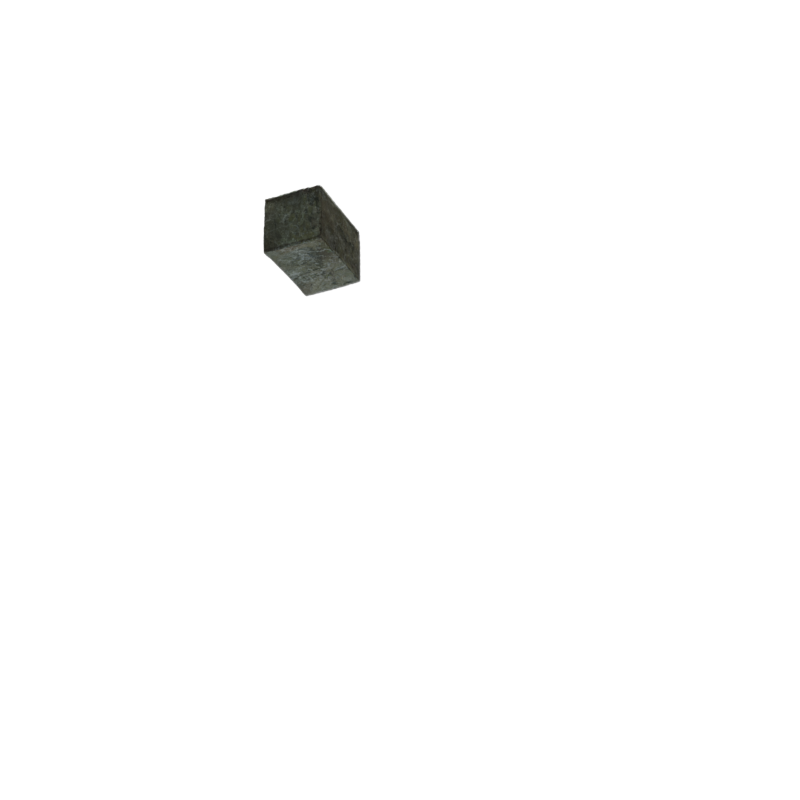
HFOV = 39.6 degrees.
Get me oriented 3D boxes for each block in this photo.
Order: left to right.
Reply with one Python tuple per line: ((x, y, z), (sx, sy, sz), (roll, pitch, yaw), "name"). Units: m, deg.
((-0.071, -0.129, 0.902), (0.053, 0.055, 0.072), (-13, -31, 20), "block")
